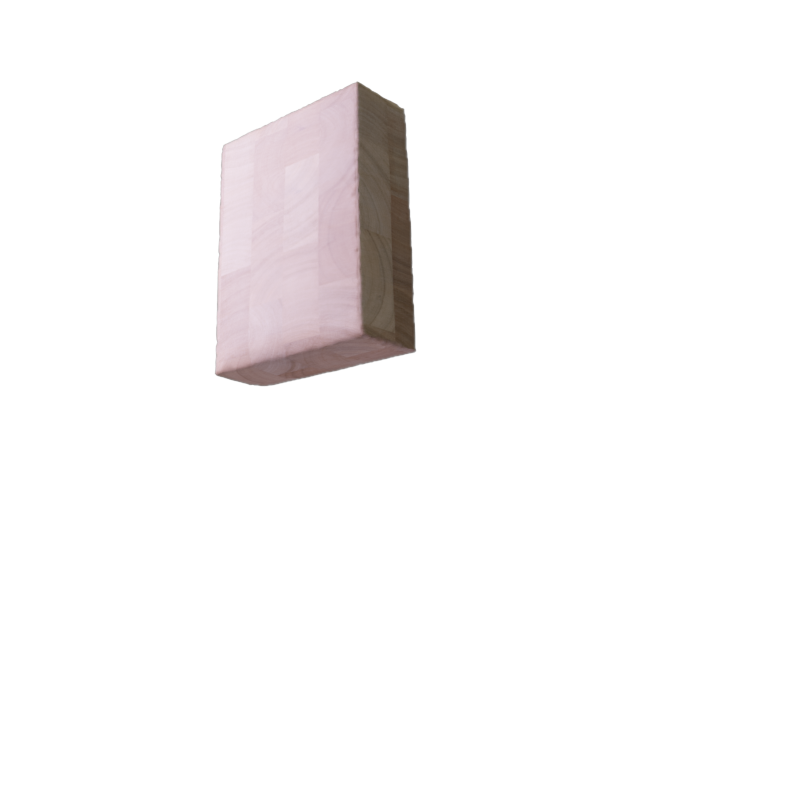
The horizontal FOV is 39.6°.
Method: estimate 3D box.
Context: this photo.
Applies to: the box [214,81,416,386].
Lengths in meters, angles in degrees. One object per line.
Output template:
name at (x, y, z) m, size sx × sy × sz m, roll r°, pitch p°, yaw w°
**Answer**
box at (-0.071, -0.130, 0.913) m, size 0.167 × 0.224 × 0.067 m, roll -17°, pitch -25°, yaw 37°
